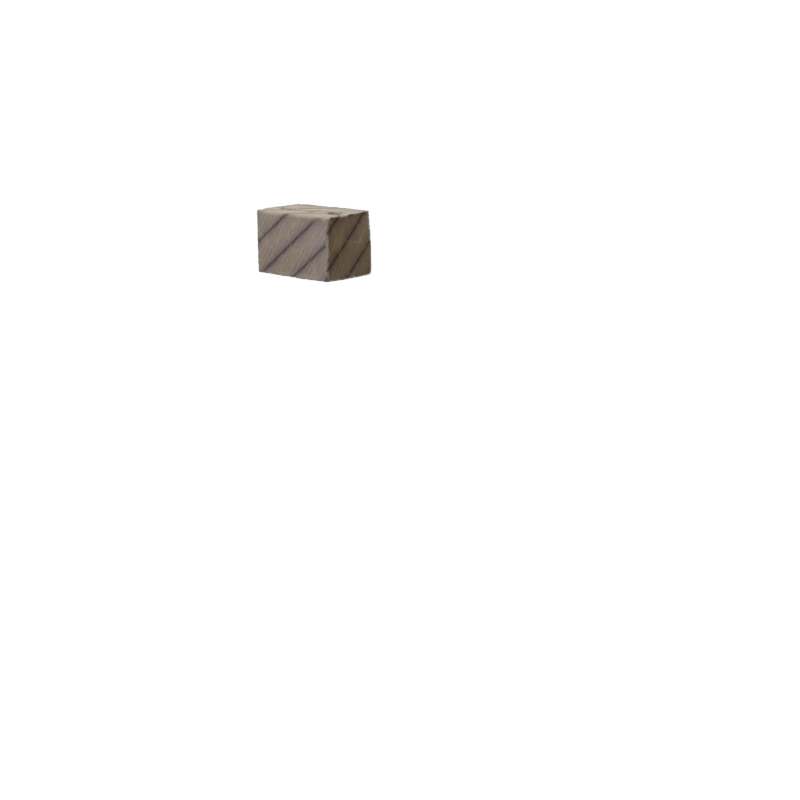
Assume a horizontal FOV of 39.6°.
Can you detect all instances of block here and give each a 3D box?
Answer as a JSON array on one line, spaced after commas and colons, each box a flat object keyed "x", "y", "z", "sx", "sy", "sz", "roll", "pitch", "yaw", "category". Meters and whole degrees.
[{"x": -0.069, "y": -0.125, "z": 0.878, "sx": 0.082, "sy": 0.050, "sz": 0.052, "roll": 11, "pitch": 17, "yaw": 38, "category": "block"}]
